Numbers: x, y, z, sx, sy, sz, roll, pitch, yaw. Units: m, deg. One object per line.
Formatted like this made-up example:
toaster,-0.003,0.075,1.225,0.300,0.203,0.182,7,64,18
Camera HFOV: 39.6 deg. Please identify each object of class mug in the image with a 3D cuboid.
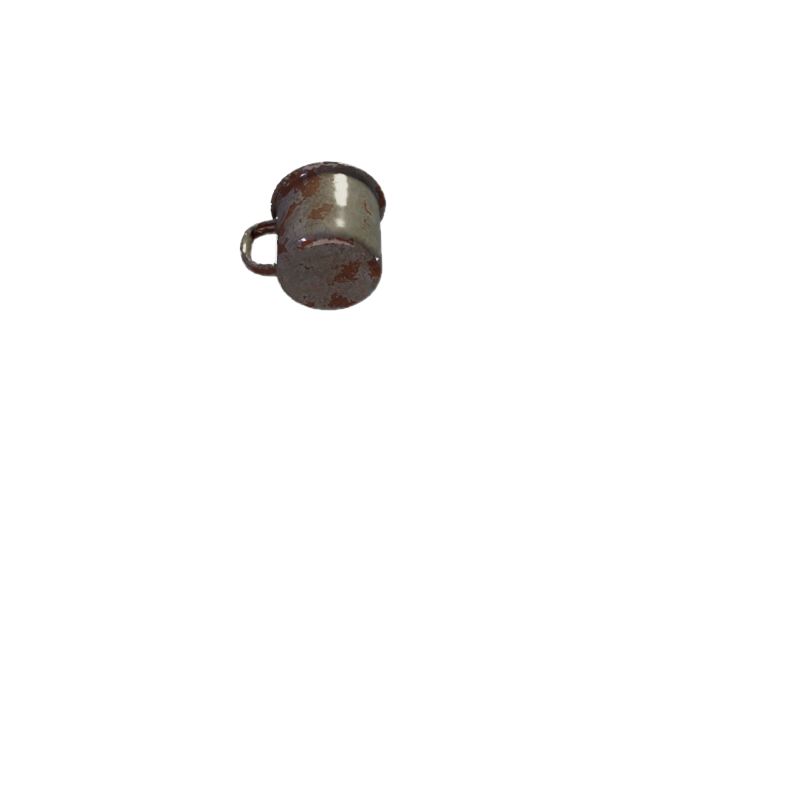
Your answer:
mug,-0.068,-0.123,0.864,0.118,0.087,0.086,-6,-43,5
